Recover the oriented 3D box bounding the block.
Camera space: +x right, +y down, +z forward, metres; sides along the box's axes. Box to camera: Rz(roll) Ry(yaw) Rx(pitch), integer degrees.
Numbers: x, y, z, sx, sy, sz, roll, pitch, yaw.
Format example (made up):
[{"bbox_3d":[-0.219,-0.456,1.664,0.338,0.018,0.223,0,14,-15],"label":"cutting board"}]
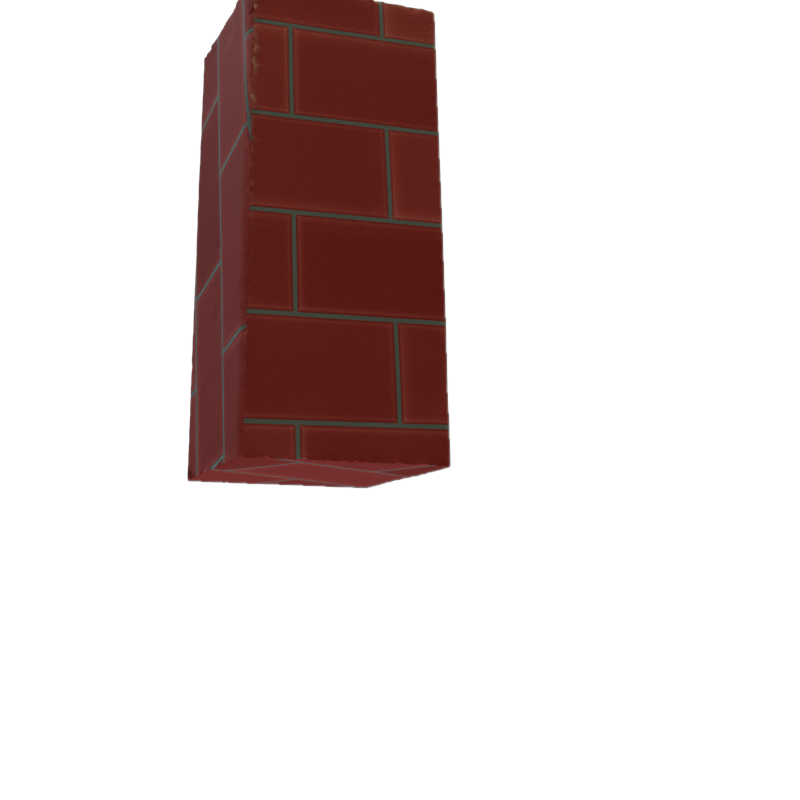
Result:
[{"bbox_3d":[-0.039,-0.071,0.498,0.088,0.215,0.089,6,-18,-21],"label":"block"}]
